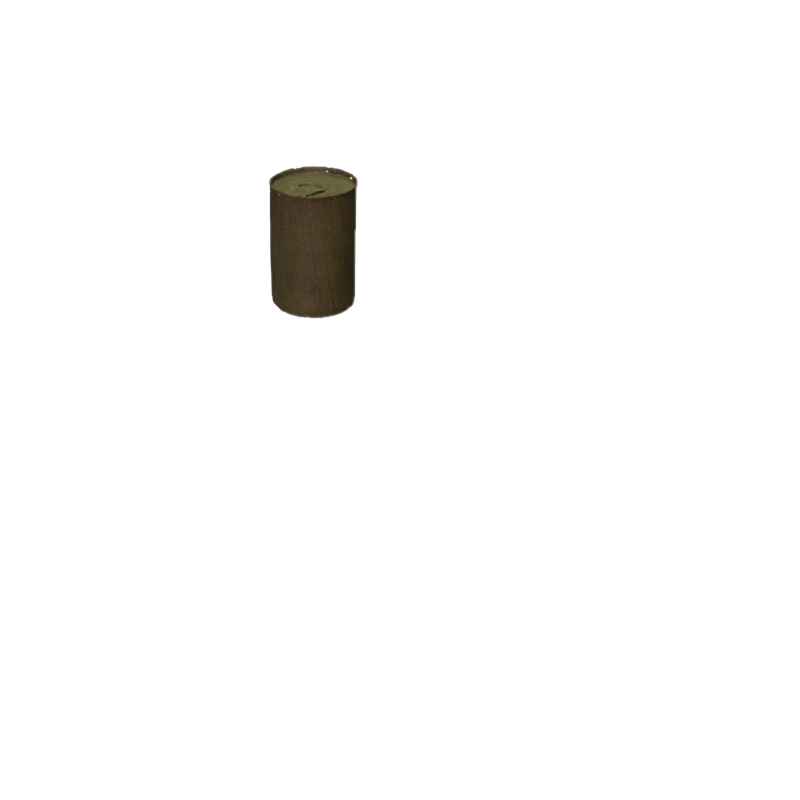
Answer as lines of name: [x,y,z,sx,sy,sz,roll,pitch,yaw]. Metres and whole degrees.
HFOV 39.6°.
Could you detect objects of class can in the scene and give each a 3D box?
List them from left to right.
can: [-0.068,-0.124,0.866,0.068,0.097,0.072,0,26,-2]
